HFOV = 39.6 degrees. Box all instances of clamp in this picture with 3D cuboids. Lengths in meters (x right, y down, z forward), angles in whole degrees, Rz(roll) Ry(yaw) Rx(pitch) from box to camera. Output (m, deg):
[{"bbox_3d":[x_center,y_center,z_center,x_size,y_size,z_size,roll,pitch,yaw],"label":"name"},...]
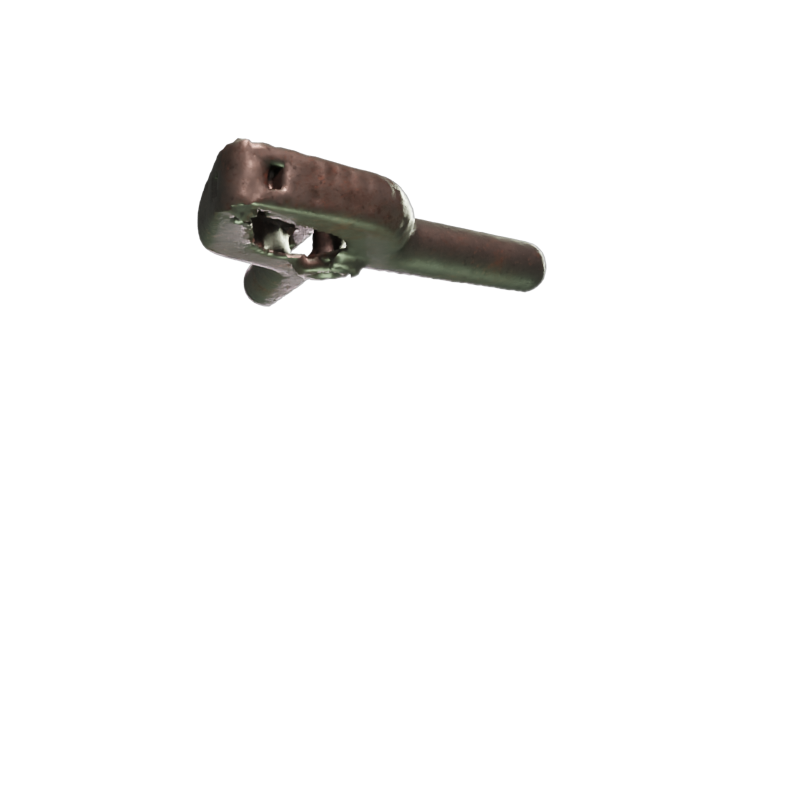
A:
[{"bbox_3d":[-0.040,-0.074,0.516,0.169,0.037,0.199,-3,-7,26],"label":"clamp"}]
